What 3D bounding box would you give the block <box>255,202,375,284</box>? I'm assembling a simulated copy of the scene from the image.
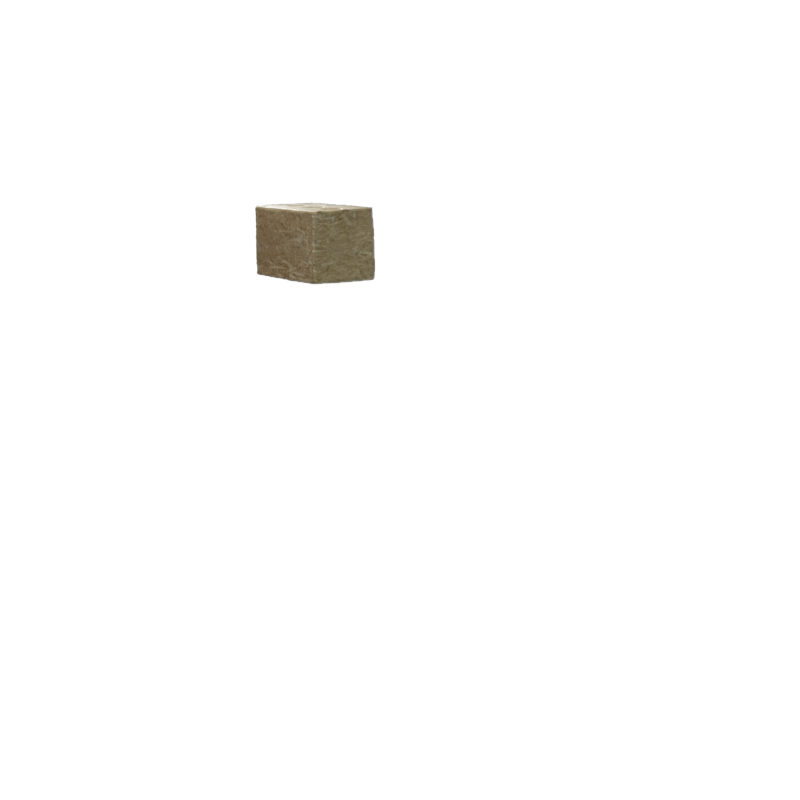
[{"bbox_3d":[-0.062,-0.112,0.788,0.051,0.050,0.082,-7,13,-37],"label":"block"}]
